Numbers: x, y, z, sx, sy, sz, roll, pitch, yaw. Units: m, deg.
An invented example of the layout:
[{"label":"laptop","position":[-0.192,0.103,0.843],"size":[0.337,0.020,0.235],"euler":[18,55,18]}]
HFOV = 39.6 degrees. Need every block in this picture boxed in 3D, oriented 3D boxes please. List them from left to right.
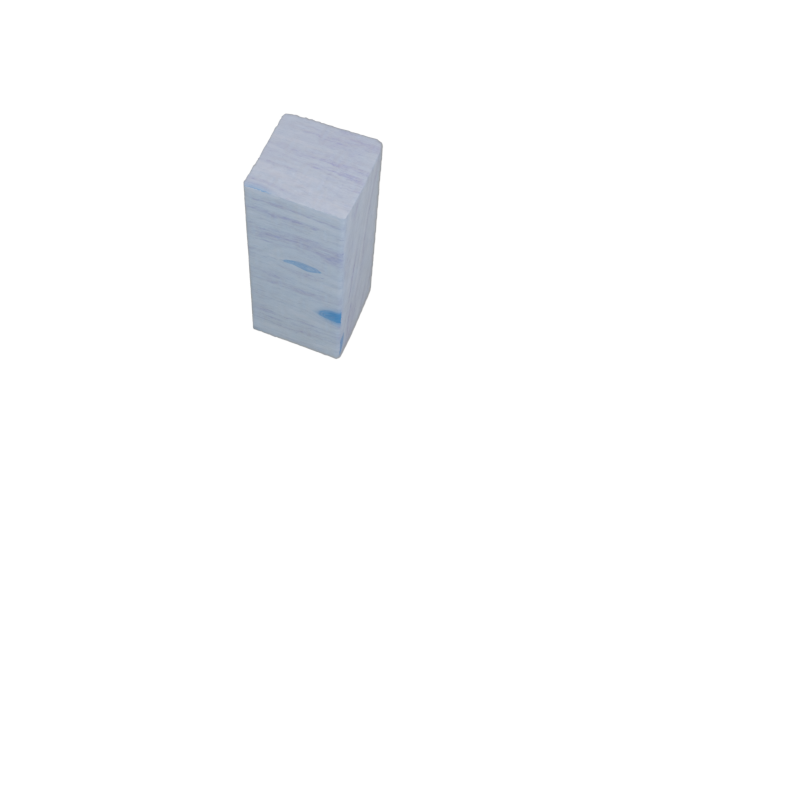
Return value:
[{"label":"block","position":[-0.075,-0.139,0.967],"size":[0.093,0.094,0.193],"euler":[19,-32,9]}]
